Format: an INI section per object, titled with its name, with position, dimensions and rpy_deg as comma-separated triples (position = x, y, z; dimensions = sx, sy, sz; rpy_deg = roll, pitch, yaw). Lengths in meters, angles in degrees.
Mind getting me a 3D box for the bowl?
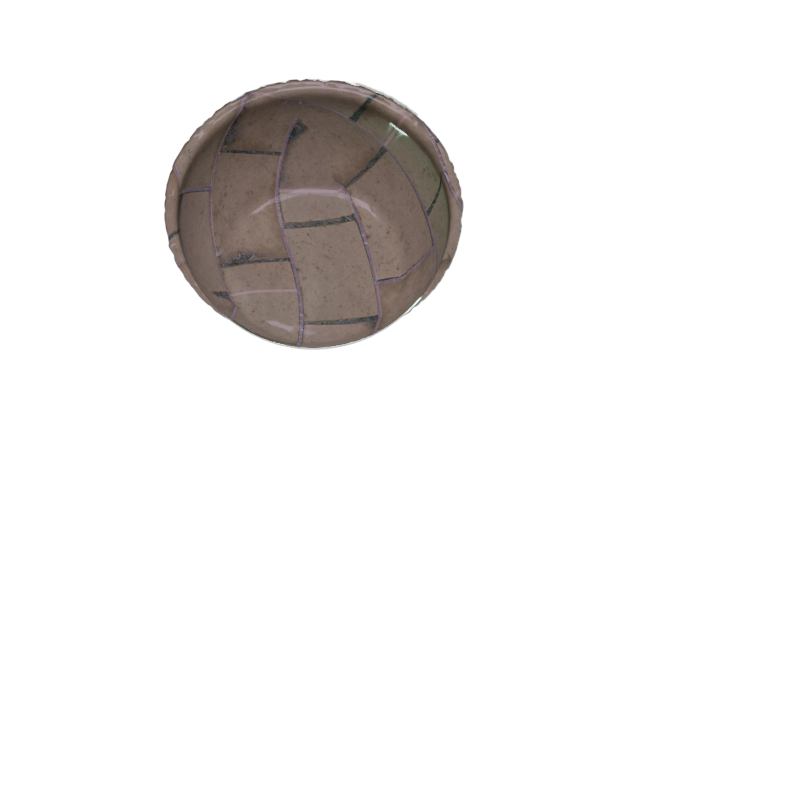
[bowl]
position = -0.045, -0.083, 0.579
dimensions = 0.162, 0.152, 0.059
rpy_deg = 1, 32, -1
